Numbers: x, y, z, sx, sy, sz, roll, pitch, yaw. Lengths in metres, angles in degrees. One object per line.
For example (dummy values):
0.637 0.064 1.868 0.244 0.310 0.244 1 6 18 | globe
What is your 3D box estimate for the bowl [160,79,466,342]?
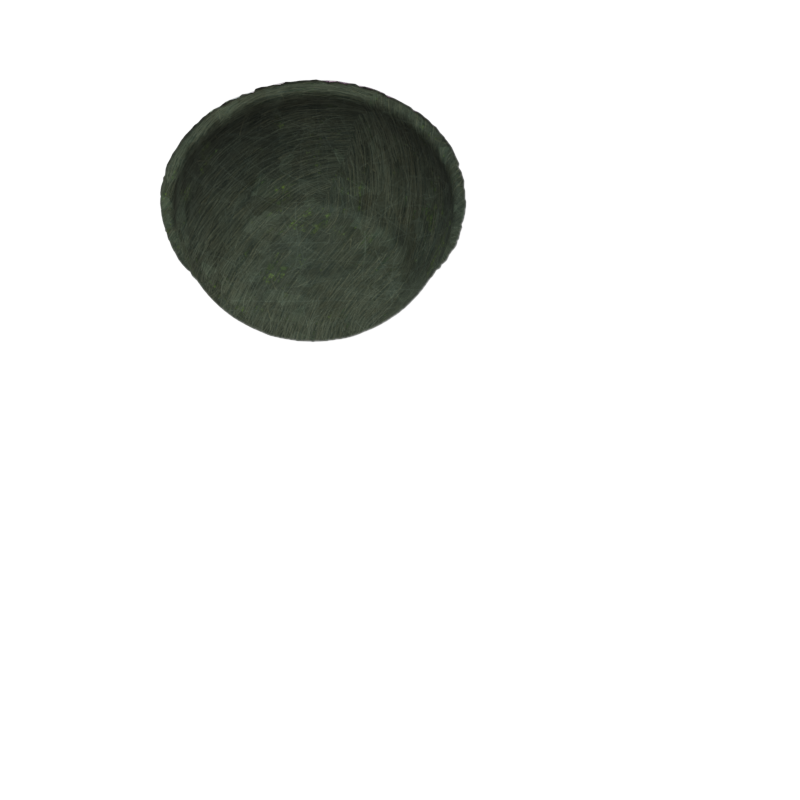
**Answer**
-0.044 -0.081 0.567 0.162 0.151 0.059 1 44 -1 | bowl
